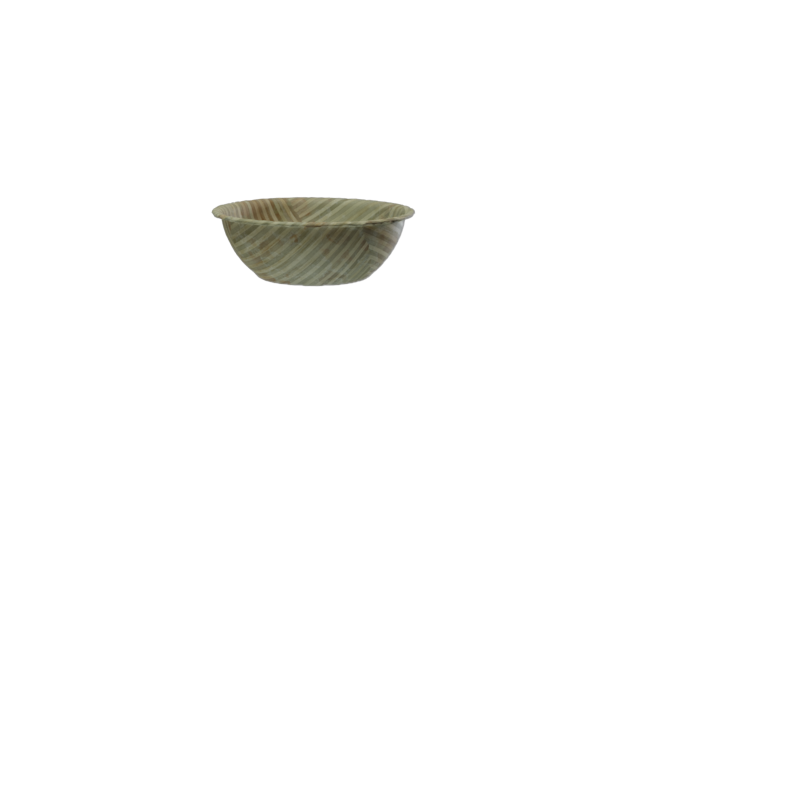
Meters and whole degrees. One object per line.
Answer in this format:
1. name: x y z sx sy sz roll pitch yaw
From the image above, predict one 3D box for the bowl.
1. bowl: -0.069 -0.127 0.887 0.162 0.053 0.168 -1 17 -2
